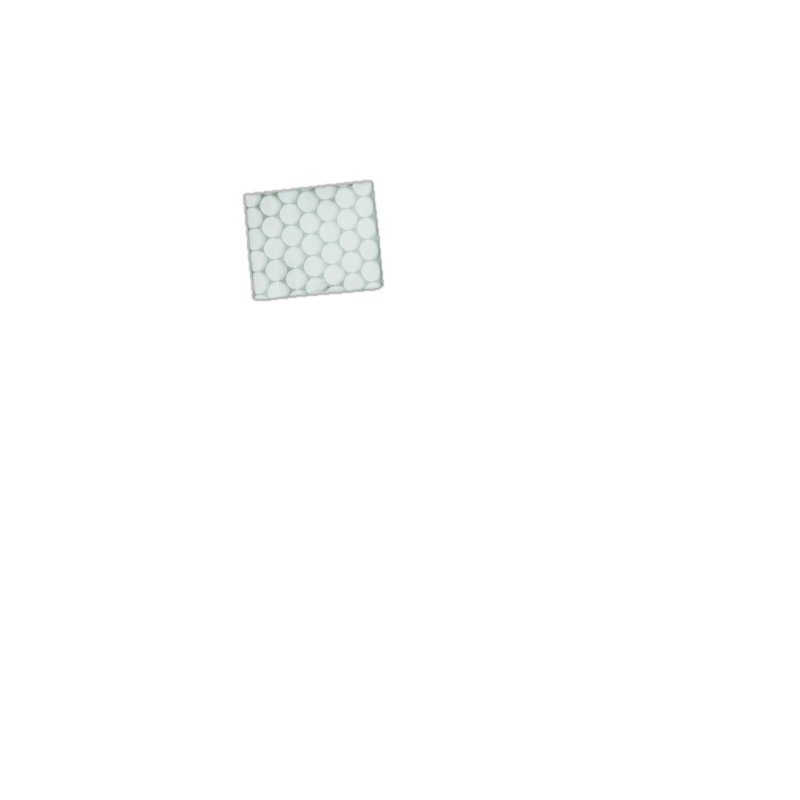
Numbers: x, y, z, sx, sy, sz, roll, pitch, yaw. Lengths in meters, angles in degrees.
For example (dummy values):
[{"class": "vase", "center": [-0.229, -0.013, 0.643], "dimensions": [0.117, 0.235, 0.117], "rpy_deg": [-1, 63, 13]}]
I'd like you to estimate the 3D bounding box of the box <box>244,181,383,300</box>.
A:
[{"class": "box", "center": [-0.059, -0.108, 0.757], "dimensions": [0.089, 0.074, 0.030], "rpy_deg": [-6, -3, -1]}]
